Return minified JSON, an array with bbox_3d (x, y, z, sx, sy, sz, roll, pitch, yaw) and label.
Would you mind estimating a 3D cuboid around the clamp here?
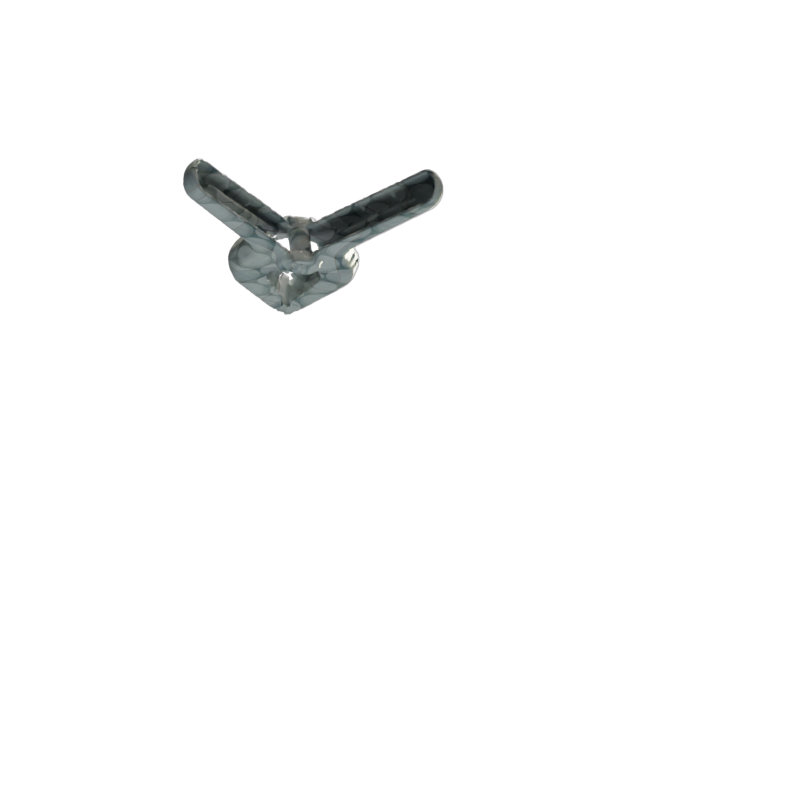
[{"bbox_3d":[-0.061,-0.111,0.776,0.164,0.038,0.200,1,-18,-3],"label":"clamp"}]
